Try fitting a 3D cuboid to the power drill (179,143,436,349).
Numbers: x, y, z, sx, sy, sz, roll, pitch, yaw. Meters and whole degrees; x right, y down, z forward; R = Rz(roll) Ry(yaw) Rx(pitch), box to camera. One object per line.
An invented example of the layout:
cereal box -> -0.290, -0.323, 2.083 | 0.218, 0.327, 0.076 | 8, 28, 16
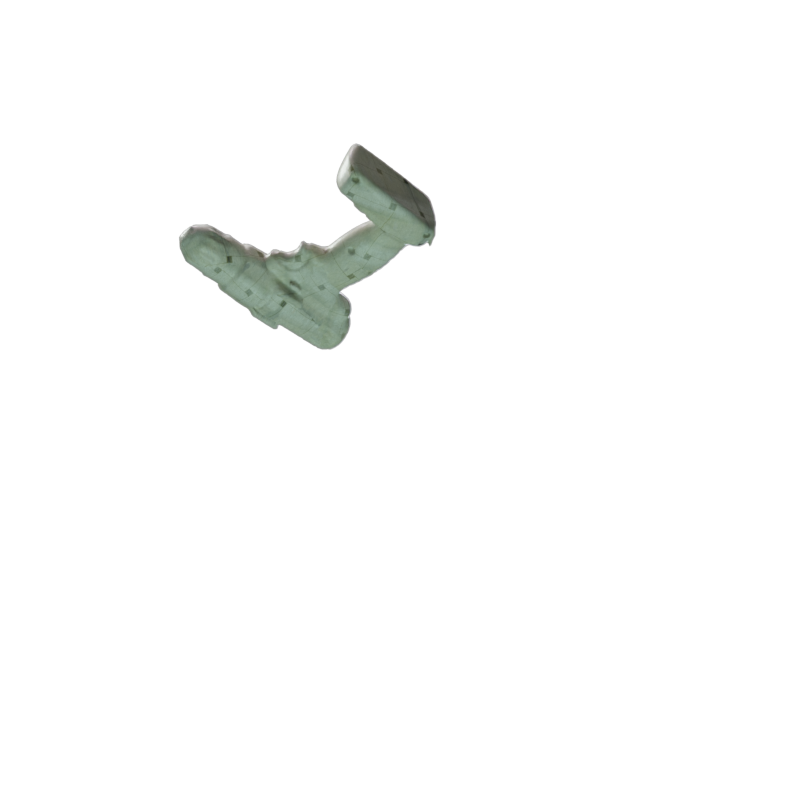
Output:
power drill -> -0.077, -0.140, 0.979 | 0.174, 0.062, 0.185 | 33, -54, -28
